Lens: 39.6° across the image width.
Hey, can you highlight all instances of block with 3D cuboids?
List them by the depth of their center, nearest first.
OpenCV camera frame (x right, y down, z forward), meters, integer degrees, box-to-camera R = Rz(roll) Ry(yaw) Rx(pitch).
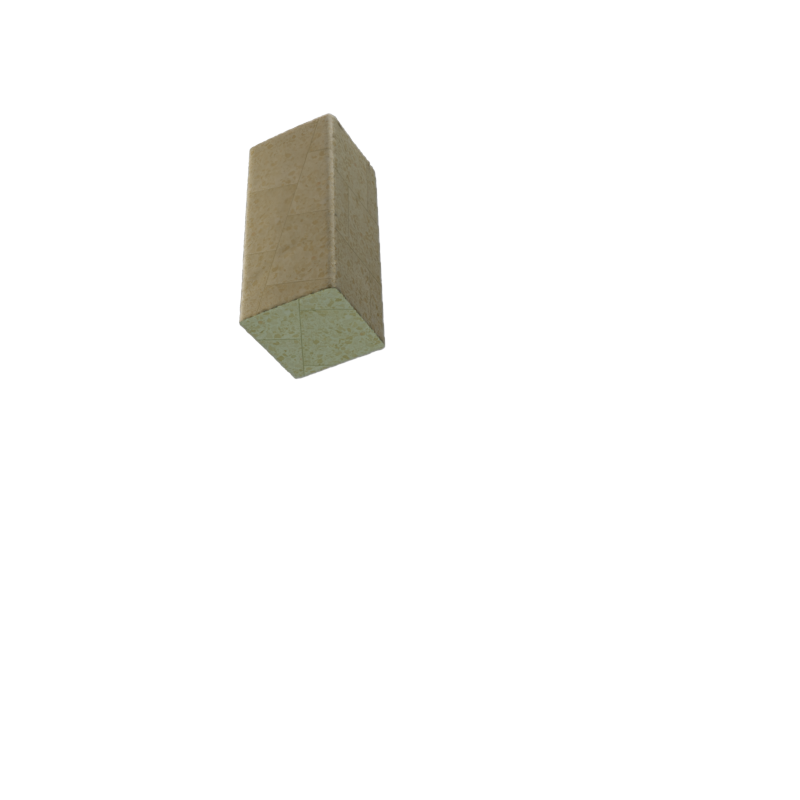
[{"bbox_3d":[-0.075,-0.137,0.958,0.091,0.221,0.084,-21,-43,20],"label":"block"}]
